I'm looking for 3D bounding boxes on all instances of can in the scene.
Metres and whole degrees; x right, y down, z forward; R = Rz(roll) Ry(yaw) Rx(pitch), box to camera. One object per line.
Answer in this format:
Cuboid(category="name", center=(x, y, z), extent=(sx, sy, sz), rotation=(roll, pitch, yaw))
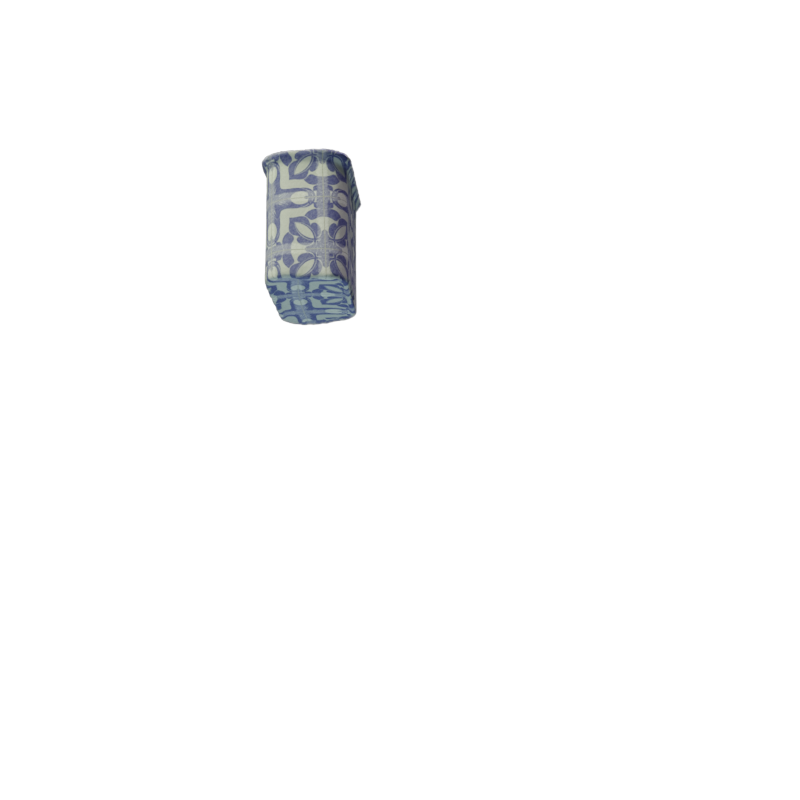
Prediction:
Cuboid(category="can", center=(-0.056, -0.102, 0.718), extent=(0.058, 0.088, 0.097), rotation=(-2, -17, 4))
